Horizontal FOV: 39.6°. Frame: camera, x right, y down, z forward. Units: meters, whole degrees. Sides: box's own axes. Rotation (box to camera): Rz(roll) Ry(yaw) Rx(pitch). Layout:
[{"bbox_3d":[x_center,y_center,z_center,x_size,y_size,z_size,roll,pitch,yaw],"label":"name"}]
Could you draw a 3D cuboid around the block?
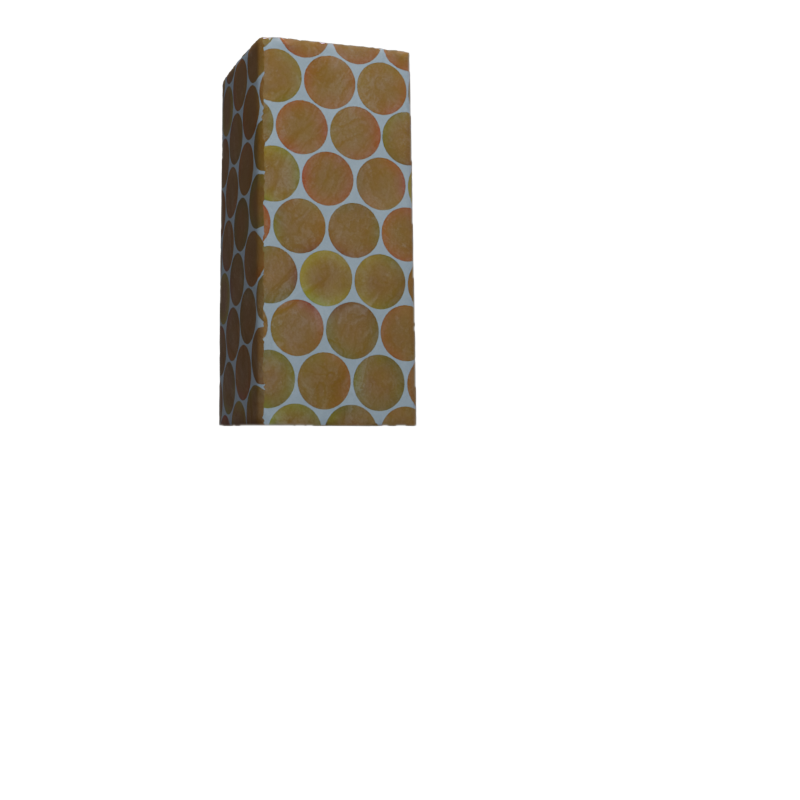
[{"bbox_3d":[-0.049,-0.090,0.628,0.088,0.211,0.091,2,-9,-21],"label":"block"}]
